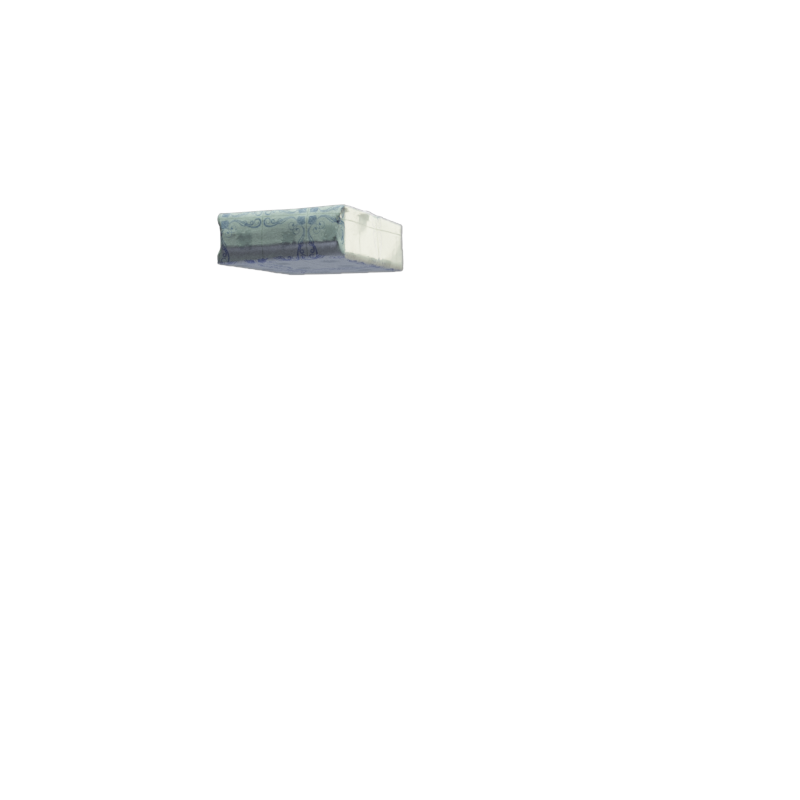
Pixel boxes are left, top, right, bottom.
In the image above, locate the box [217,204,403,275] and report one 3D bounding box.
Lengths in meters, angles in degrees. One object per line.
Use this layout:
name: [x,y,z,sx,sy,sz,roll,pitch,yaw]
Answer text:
box: [-0.047,-0.086,0.605,0.075,0.030,0.086,0,0,23]
